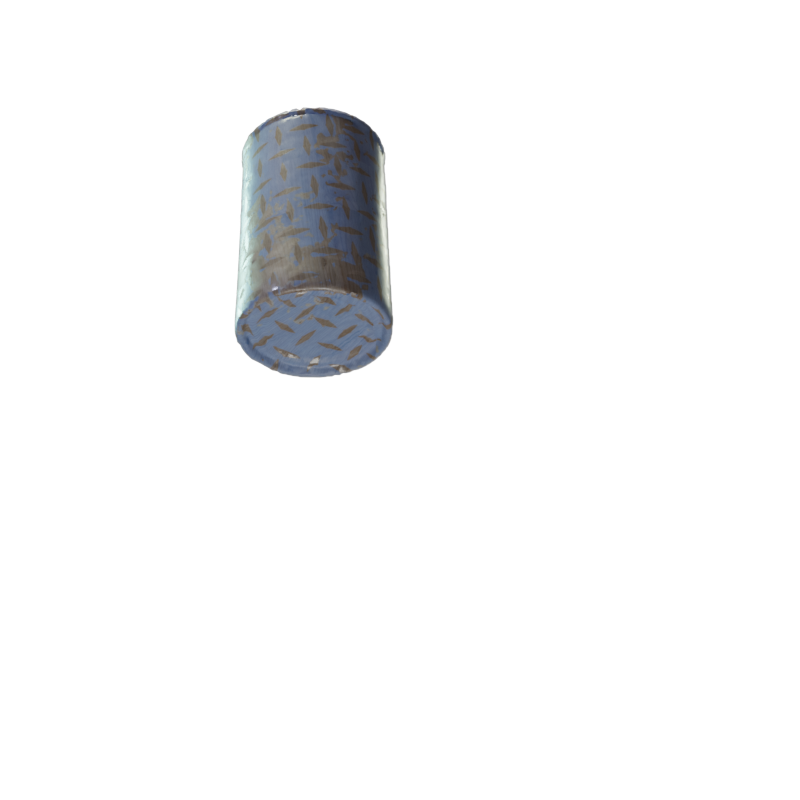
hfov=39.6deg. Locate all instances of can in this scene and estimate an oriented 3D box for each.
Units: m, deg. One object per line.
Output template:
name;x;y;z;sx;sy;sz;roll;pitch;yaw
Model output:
can;-0.038;-0.070;0.492;0.068;0.110;0.064;-1;-36;-3
